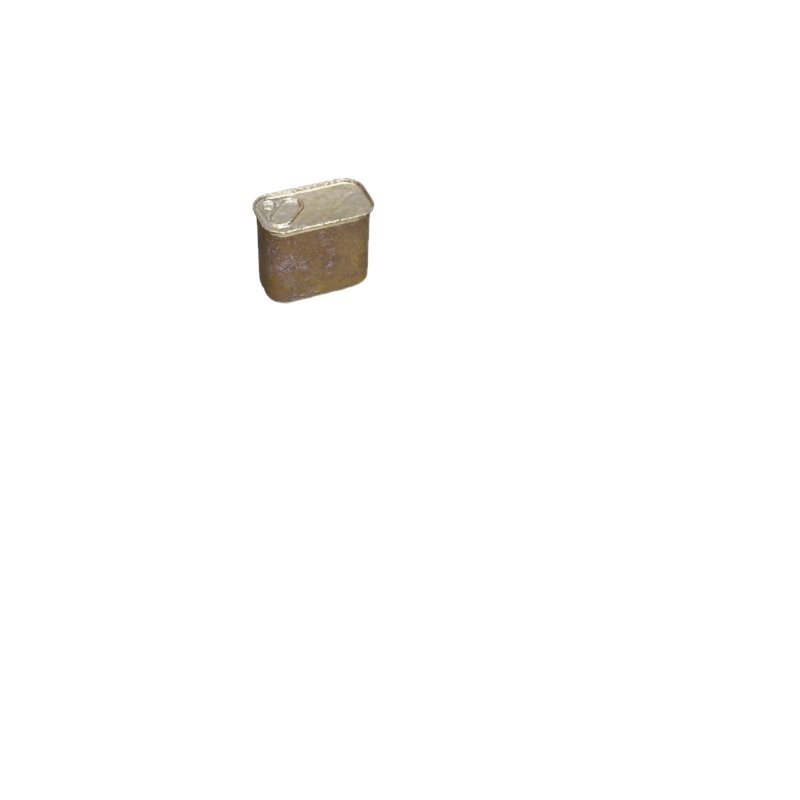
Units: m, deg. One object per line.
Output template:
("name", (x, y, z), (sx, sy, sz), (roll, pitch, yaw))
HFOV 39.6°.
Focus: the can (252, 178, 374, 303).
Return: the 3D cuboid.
("can", (-0.076, -0.139, 0.976), (0.101, 0.078, 0.062), (-14, 45, -16))
